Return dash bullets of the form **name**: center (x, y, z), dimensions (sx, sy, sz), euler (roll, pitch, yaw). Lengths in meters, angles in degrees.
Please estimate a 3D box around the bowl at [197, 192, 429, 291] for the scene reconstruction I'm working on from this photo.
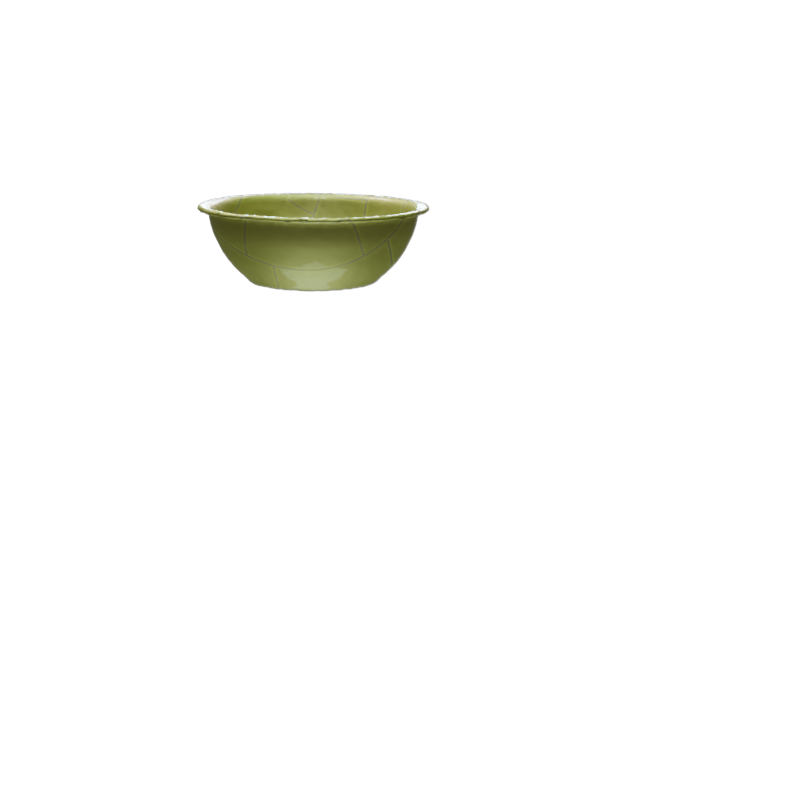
- **bowl**: center (-0.061, -0.111, 0.779), dimensions (0.162, 0.054, 0.167), euler (0, 15, -2)
